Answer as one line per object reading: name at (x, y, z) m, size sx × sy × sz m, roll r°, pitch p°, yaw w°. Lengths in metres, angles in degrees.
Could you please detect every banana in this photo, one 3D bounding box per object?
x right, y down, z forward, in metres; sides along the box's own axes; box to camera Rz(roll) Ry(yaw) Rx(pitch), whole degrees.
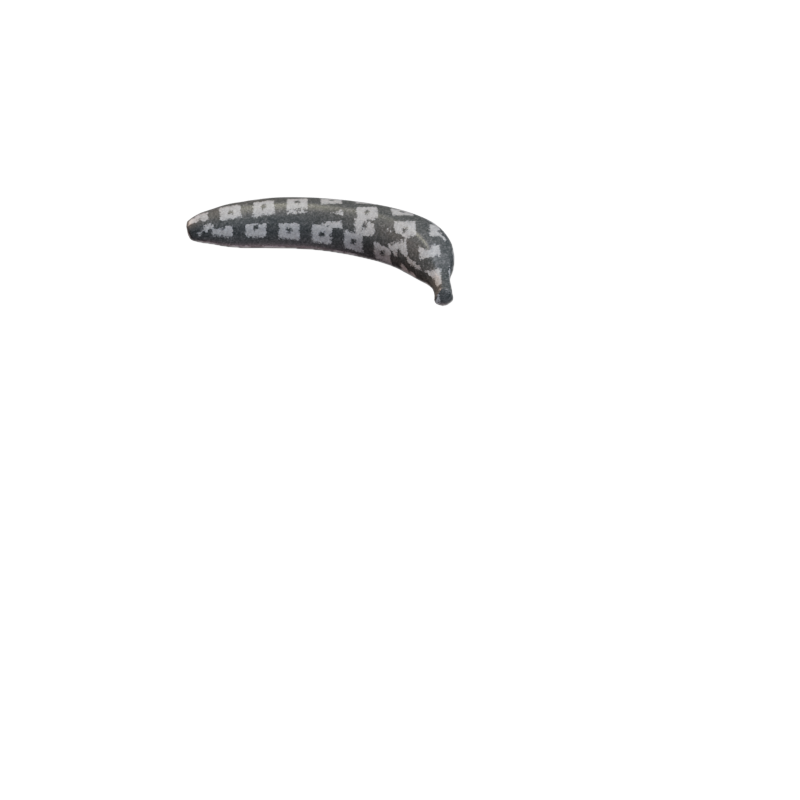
banana at (-0.043, -0.108, 0.721) m, size 0.207 × 0.035 × 0.070 m, roll 15°, pitch 29°, yaw 28°
